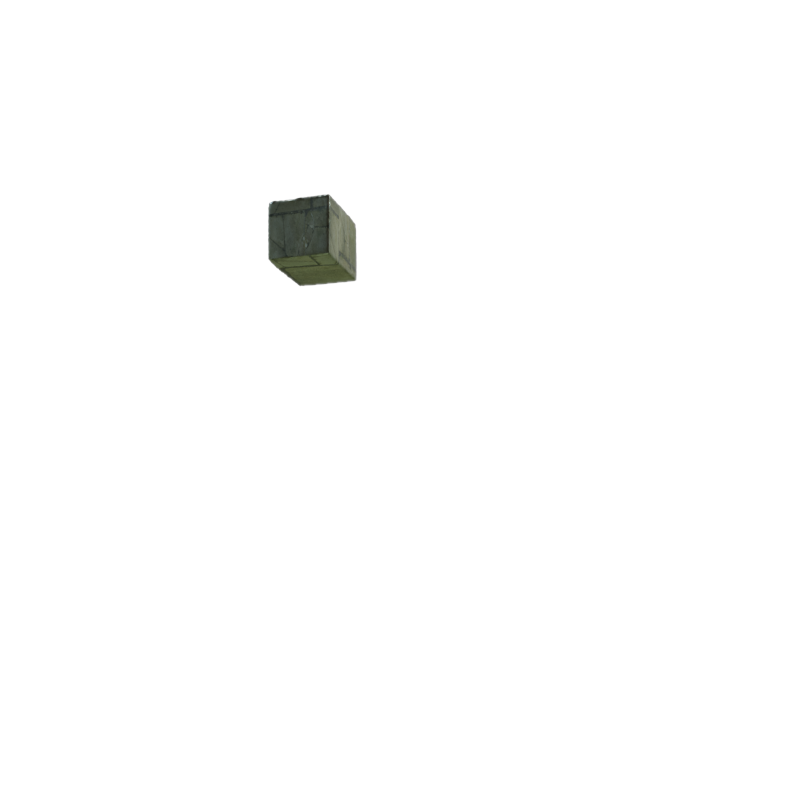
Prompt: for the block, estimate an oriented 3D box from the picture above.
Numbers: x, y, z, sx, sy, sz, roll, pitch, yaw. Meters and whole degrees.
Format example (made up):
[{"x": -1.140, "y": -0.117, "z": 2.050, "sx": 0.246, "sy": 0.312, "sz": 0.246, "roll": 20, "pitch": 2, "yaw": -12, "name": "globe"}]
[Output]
[{"x": -0.071, "y": -0.130, "z": 0.908, "sx": 0.054, "sy": 0.053, "sz": 0.074, "roll": -5, "pitch": -14, "yaw": 15, "name": "block"}]
